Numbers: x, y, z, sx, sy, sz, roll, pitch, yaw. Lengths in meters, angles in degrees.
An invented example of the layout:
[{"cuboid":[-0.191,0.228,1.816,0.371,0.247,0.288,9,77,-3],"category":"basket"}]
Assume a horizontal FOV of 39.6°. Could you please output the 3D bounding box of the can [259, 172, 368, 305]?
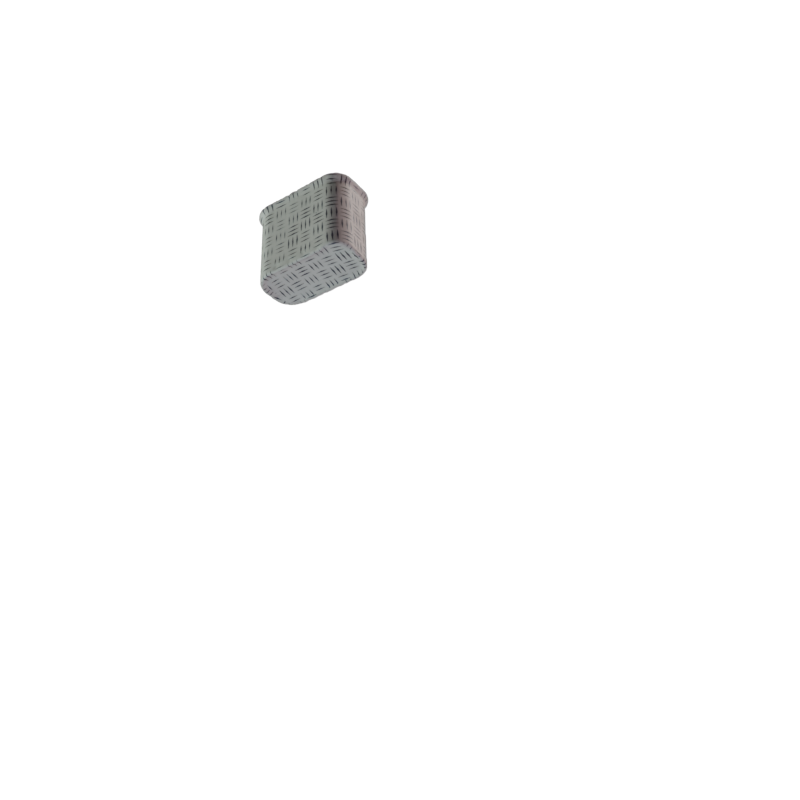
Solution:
[{"cuboid":[-0.078,-0.142,0.992,0.102,0.090,0.053,-24,-43,26],"category":"can"}]
